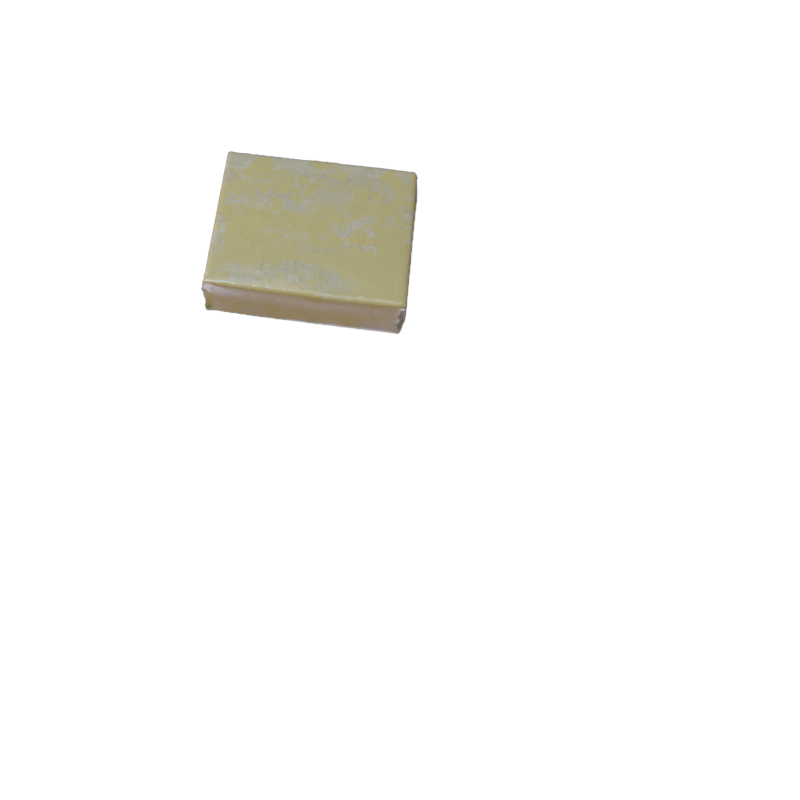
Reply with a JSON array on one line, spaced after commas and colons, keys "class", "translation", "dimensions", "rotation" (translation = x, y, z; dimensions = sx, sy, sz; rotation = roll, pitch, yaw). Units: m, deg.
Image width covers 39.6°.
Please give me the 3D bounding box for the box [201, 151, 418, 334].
[{"class": "box", "translation": [-0.049, -0.089, 0.626], "dimensions": [0.114, 0.095, 0.036], "rotation": [5, -31, 3]}]
